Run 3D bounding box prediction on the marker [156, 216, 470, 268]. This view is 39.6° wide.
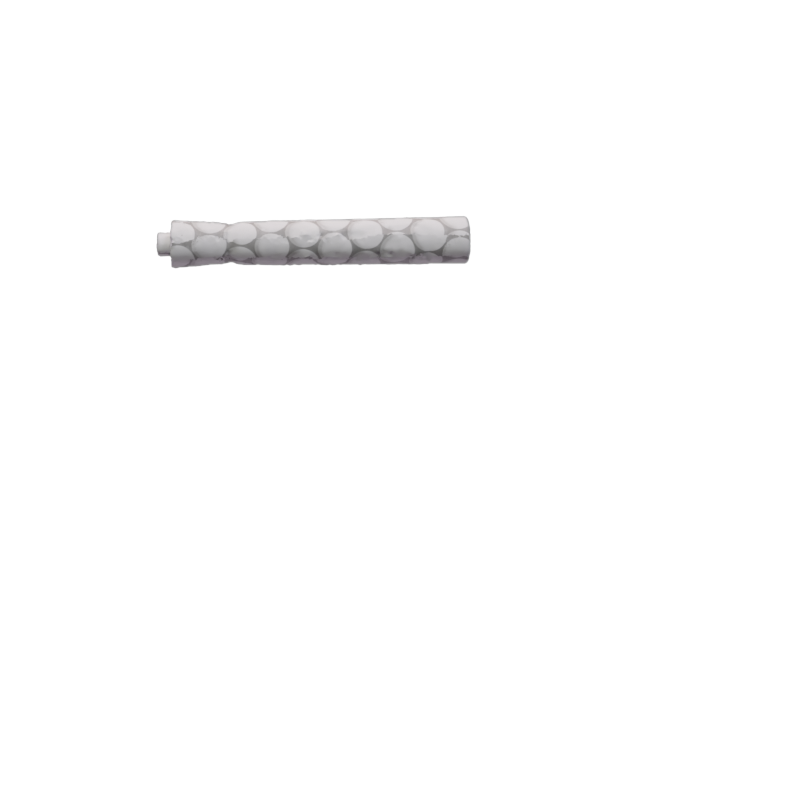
[{"bbox_3d":[-0.034,-0.062,0.433,0.120,0.020,0.020,-1,4,-3],"label":"marker"}]
